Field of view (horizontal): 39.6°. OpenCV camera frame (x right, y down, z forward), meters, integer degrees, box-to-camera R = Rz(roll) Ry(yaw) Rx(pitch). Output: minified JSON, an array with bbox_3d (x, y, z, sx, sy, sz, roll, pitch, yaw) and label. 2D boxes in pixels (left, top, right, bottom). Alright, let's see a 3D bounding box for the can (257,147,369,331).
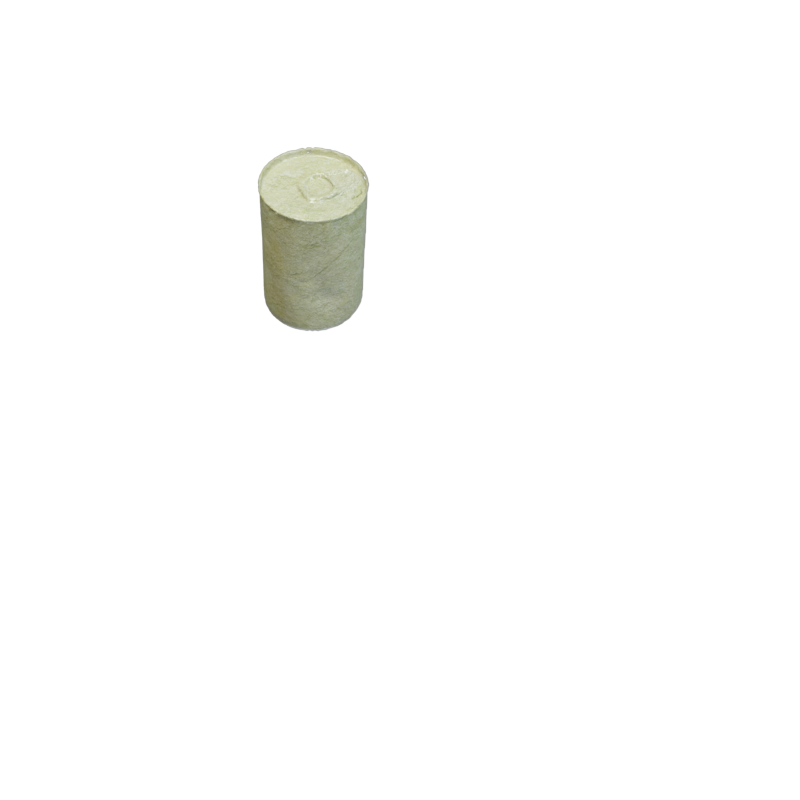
[{"bbox_3d":[-0.056,-0.102,0.712,0.068,0.074,0.095,0,-41,-3],"label":"can"}]
